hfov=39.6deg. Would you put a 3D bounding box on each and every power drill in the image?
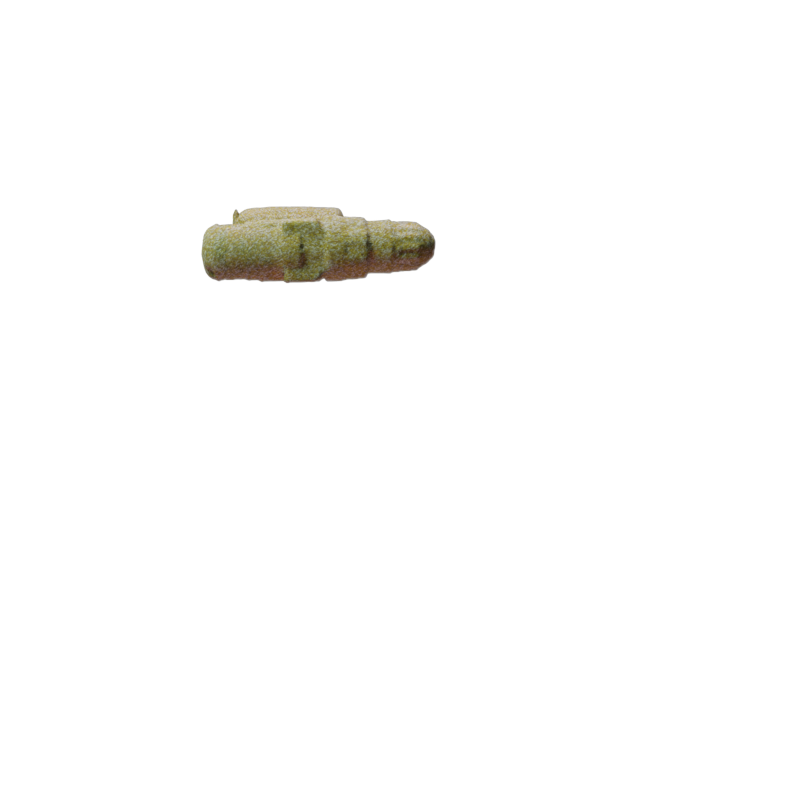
[{"bbox_3d":[-0.074,-0.135,0.943,0.183,0.056,0.192,-1,10,-6],"label":"power drill"}]
